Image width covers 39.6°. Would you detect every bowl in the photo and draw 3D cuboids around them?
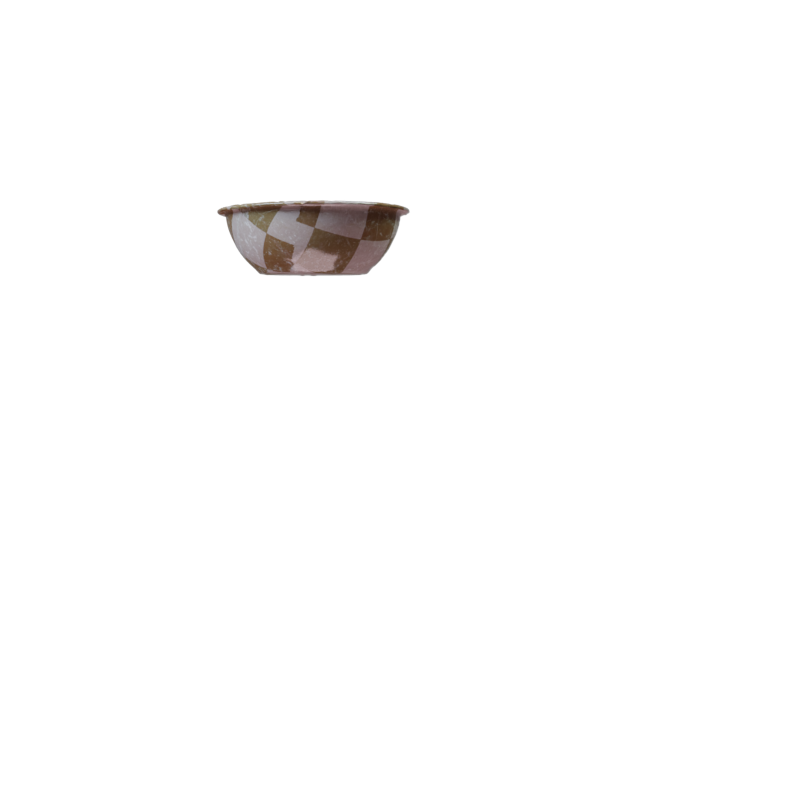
[{"bbox_3d":[-0.073,-0.133,0.931,0.162,0.055,0.163,0,4,-2],"label":"bowl"}]
